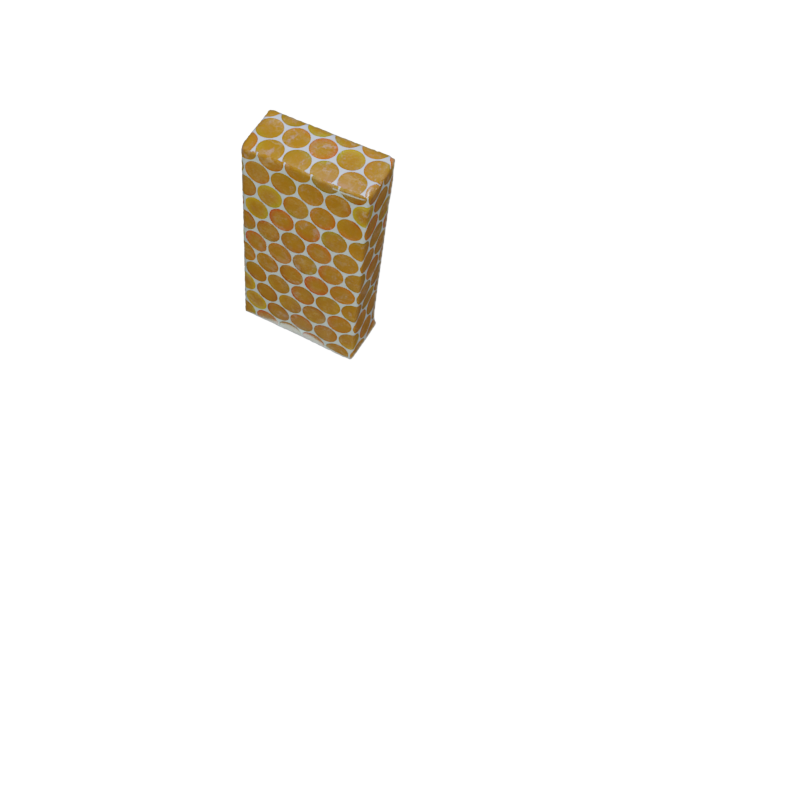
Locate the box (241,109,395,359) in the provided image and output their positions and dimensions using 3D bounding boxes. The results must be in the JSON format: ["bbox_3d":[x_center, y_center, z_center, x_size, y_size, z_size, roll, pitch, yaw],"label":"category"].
[{"bbox_3d":[-0.059,-0.108,0.754,0.096,0.050,0.165,25,-31,13],"label":"box"}]
